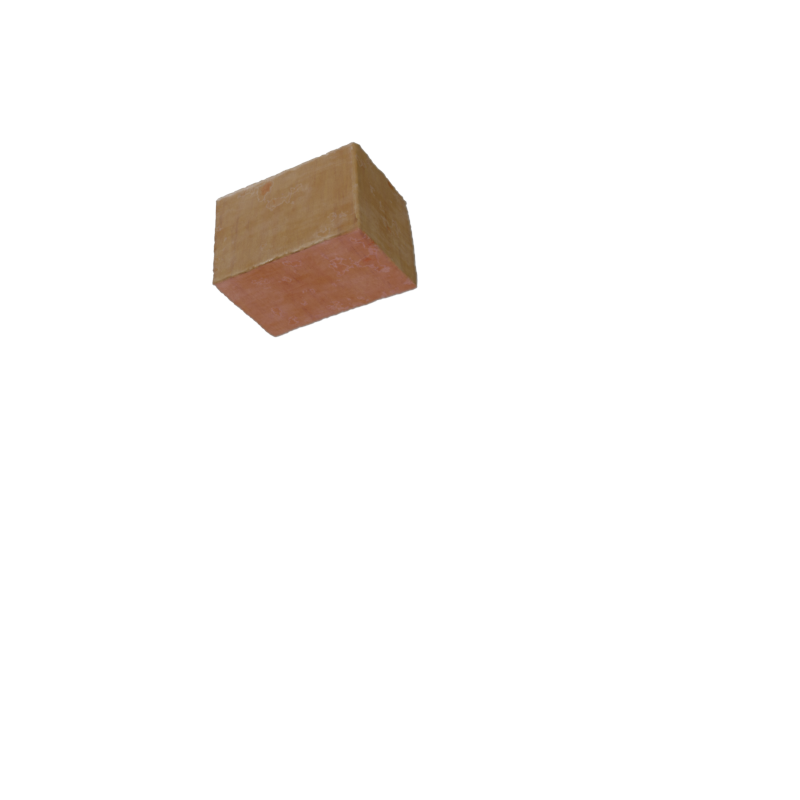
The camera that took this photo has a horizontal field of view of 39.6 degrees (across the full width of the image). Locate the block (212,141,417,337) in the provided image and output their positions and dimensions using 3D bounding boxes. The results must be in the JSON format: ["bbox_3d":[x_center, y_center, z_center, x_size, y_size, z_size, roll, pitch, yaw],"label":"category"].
[{"bbox_3d":[-0.039,-0.072,0.502,0.079,0.055,0.049,-17,-37,23],"label":"block"}]
